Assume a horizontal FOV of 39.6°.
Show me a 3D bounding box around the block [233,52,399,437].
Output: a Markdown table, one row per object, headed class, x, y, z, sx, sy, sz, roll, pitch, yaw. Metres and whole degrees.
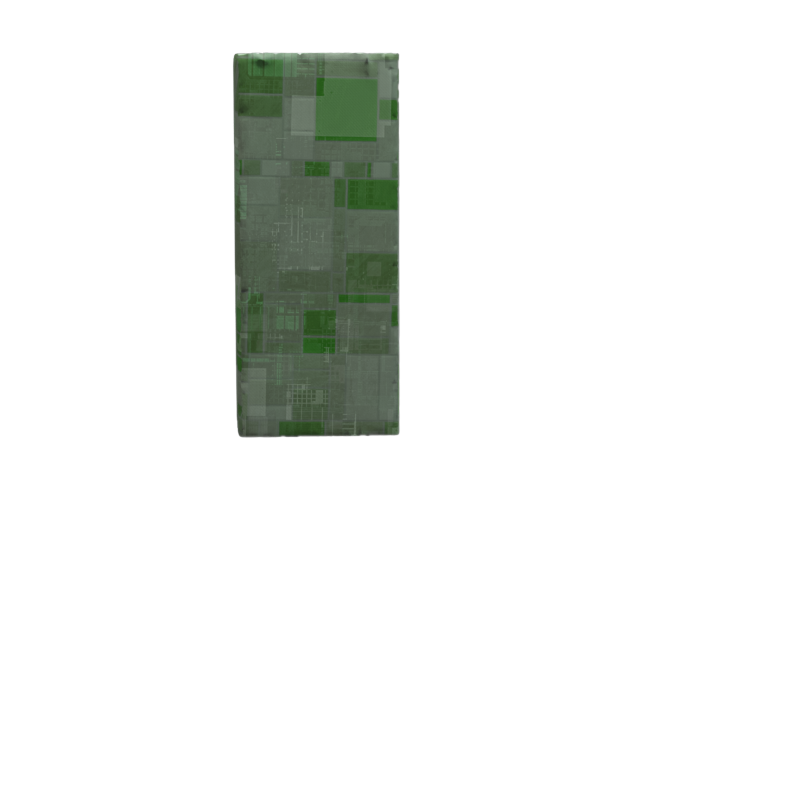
| class | x | y | z | sx | sy | sz | roll | pitch | yaw |
| --- | --- | --- | --- | --- | --- | --- | --- | --- | --- |
| block | -0.050 | -0.091 | 0.635 | 0.090 | 0.204 | 0.092 | 0 | 4 | -6 |
